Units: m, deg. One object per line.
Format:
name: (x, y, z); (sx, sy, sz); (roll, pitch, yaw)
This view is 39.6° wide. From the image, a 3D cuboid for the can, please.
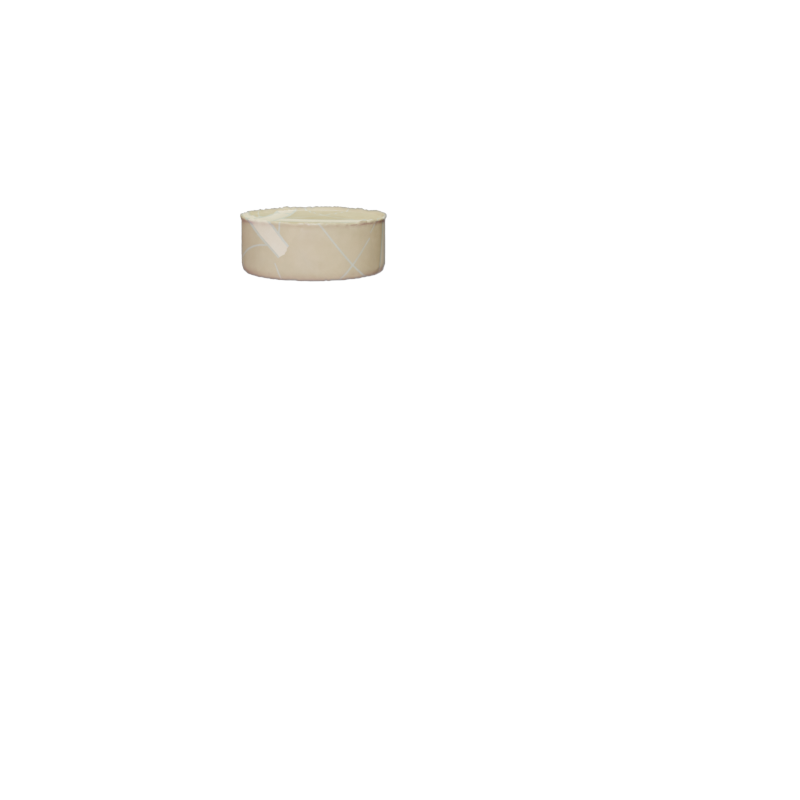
can: (-0.051, -0.093, 0.651); (0.086, 0.033, 0.088); (0, 15, -2)
